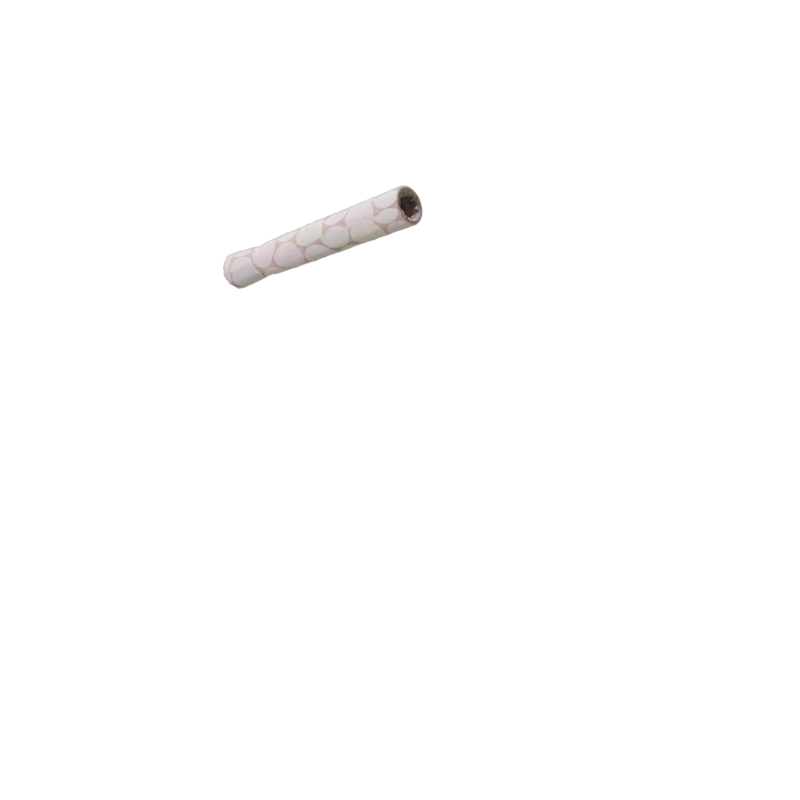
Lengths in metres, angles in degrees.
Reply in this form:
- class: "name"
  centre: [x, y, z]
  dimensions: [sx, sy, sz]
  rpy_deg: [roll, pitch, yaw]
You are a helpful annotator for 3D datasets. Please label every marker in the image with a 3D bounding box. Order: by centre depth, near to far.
- class: "marker"
  centre: [-0.042, -0.076, 0.531]
  dimensions: [0.123, 0.020, 0.019]
  rpy_deg: [-14, -6, 40]
